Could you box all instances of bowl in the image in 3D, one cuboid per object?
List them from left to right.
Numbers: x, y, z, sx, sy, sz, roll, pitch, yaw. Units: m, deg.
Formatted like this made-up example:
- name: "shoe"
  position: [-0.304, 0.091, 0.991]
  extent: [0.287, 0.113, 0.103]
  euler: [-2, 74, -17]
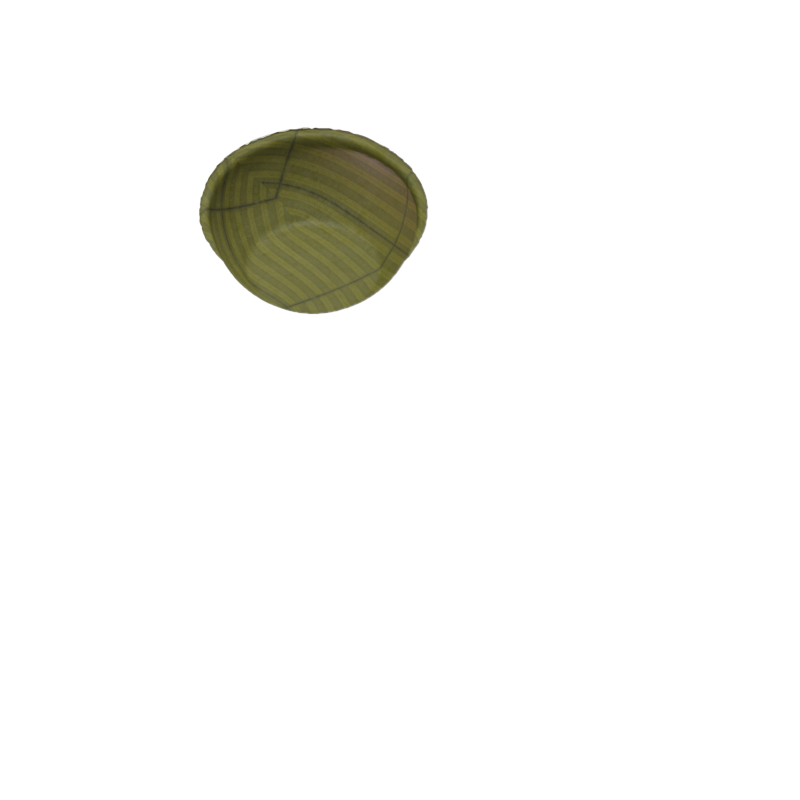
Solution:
- name: "bowl"
  position: [-0.060, -0.109, 0.767]
  extent: [0.162, 0.059, 0.151]
  euler: [1, -41, -1]
